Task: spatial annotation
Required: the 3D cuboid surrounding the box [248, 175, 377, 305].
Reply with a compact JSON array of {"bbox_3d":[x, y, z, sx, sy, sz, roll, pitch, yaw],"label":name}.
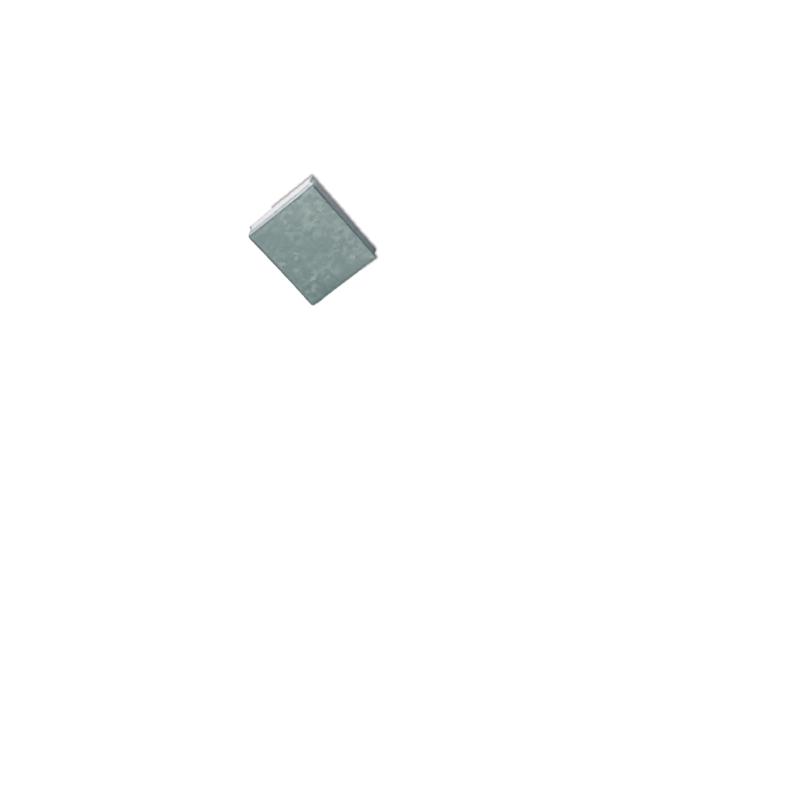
[{"bbox_3d":[-0.075,-0.136,0.956,0.073,0.085,0.032,-38,18,14],"label":"box"}]
